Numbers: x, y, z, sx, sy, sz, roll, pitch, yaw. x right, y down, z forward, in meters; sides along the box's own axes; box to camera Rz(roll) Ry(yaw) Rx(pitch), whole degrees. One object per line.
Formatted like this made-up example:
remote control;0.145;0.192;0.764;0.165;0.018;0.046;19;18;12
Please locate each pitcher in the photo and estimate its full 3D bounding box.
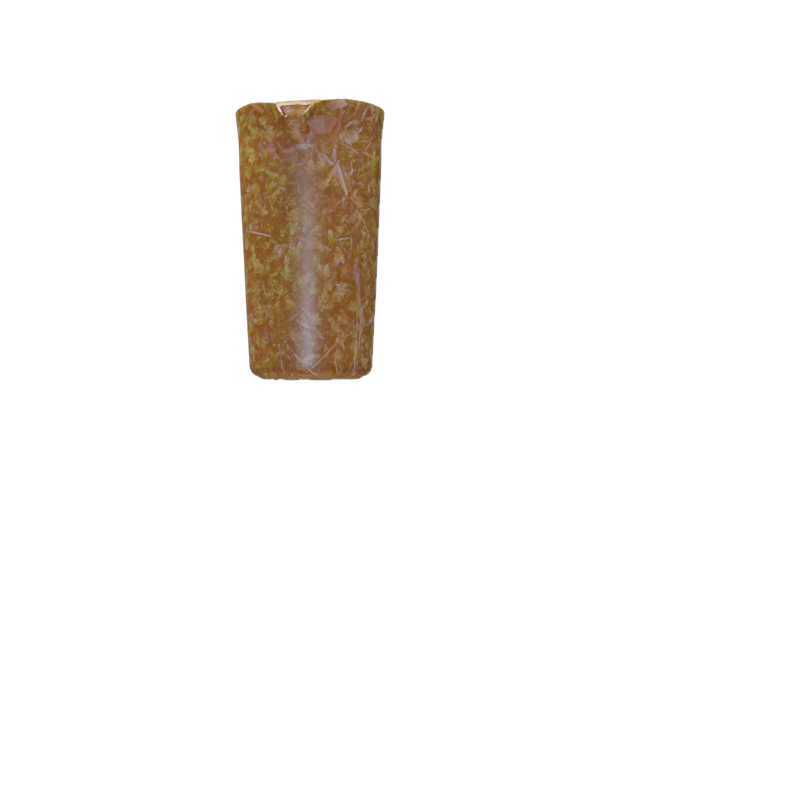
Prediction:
pitcher;-0.078;-0.142;0.992;0.143;0.246;0.150;2;-4;-39
